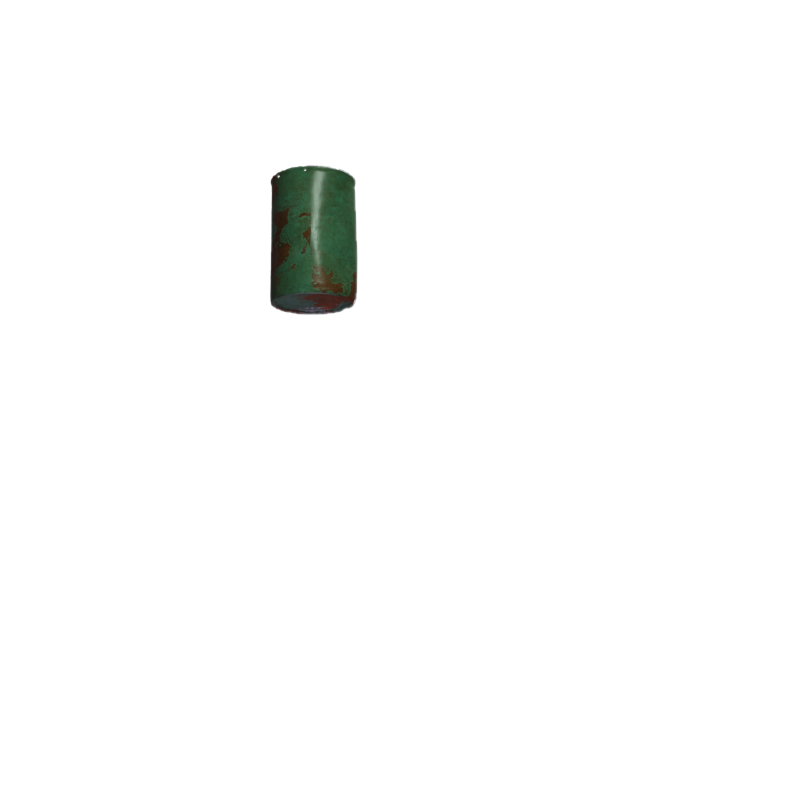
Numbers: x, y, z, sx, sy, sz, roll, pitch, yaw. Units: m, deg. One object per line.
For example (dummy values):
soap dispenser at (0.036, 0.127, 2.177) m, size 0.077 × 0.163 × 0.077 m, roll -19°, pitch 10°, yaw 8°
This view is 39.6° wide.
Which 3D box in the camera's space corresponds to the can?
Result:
can at (-0.068, -0.124, 0.869) m, size 0.068 × 0.106 × 0.066 m, roll 0°, pitch -15°, yaw -2°
